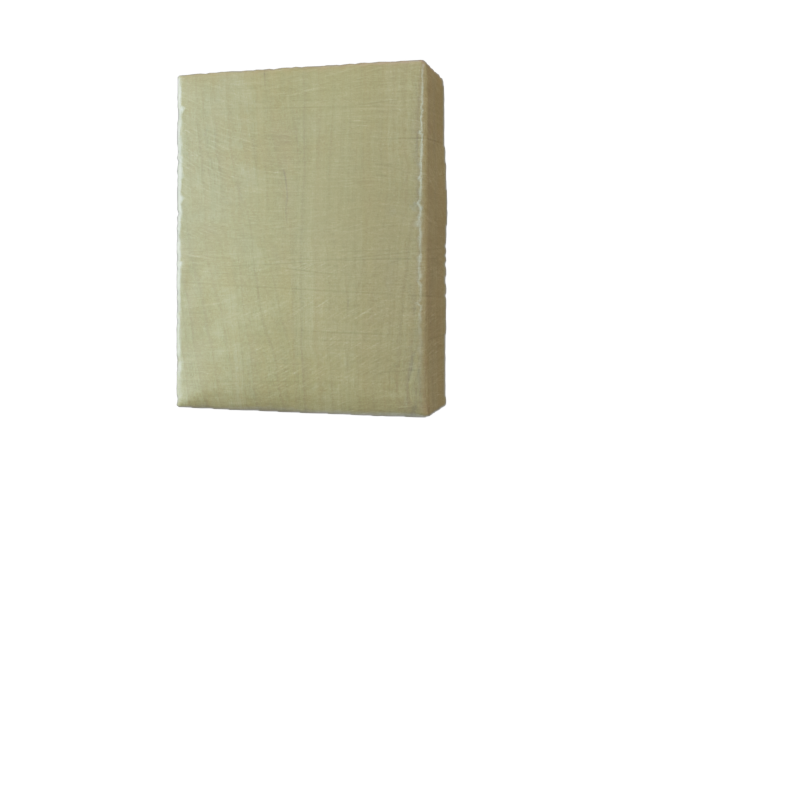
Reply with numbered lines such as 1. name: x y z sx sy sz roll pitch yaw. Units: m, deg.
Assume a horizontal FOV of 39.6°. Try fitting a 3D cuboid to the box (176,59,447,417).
1. box: -0.055 -0.101 0.708 0.168 0.215 0.070 0 -1 16
